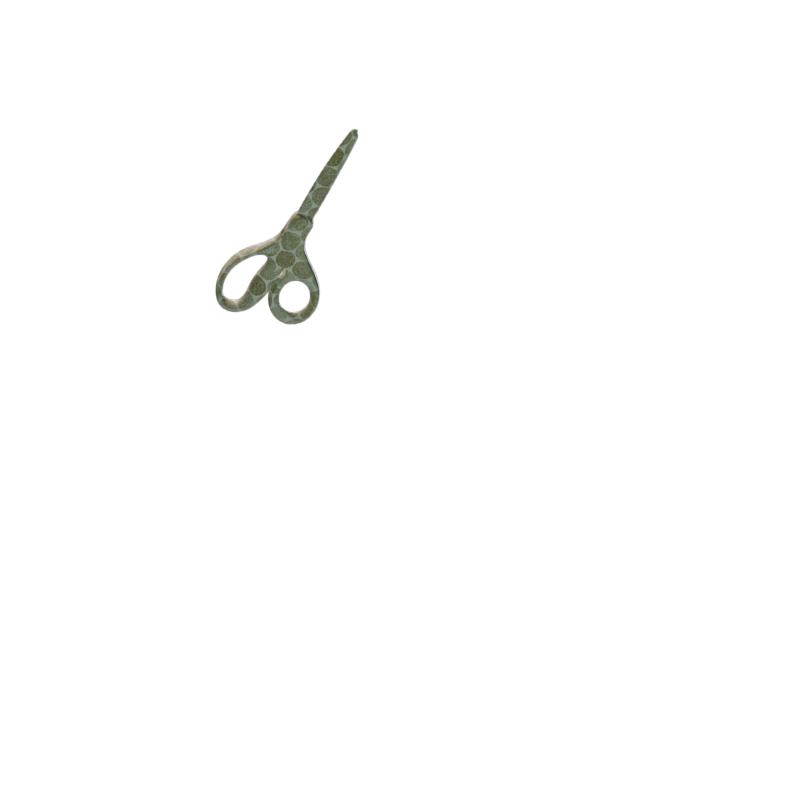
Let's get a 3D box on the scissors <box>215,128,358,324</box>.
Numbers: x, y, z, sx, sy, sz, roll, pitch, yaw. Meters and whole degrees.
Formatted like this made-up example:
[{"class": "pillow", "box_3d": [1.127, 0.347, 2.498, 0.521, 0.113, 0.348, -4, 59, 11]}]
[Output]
[{"class": "scissors", "box_3d": [-0.071, -0.130, 0.909, 0.091, 0.017, 0.199, 37, -60, -26]}]
